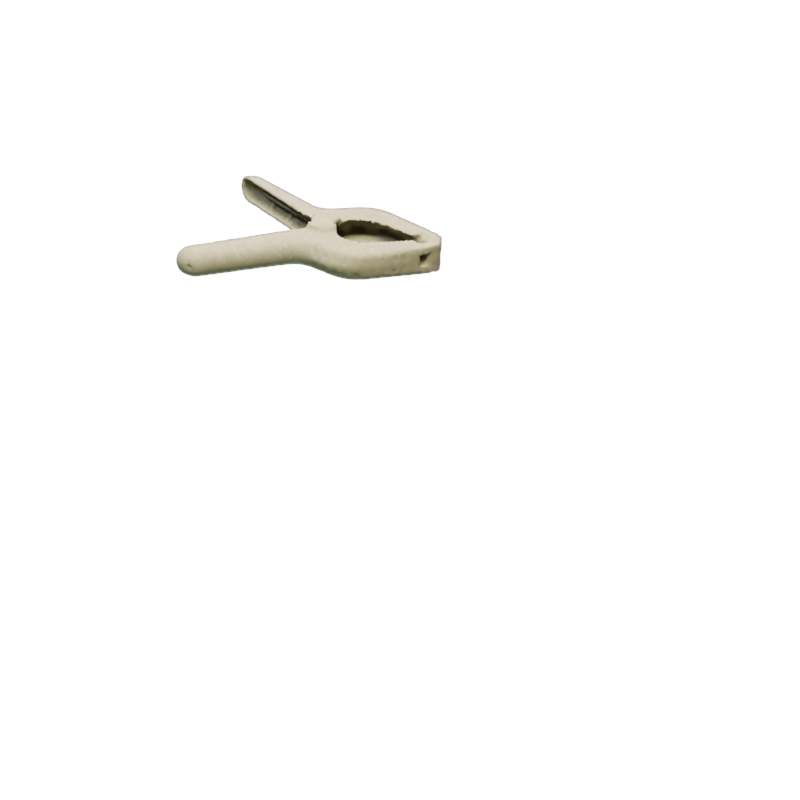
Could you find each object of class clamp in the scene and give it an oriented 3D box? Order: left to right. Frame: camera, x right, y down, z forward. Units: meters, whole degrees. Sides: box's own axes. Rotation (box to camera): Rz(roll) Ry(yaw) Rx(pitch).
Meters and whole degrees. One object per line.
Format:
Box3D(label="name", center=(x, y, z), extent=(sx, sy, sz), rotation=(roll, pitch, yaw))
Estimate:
Box3D(label="clamp", center=(-0.073, -0.133, 0.930), extent=(0.217, 0.034, 0.170), rotation=(13, 37, 18))
